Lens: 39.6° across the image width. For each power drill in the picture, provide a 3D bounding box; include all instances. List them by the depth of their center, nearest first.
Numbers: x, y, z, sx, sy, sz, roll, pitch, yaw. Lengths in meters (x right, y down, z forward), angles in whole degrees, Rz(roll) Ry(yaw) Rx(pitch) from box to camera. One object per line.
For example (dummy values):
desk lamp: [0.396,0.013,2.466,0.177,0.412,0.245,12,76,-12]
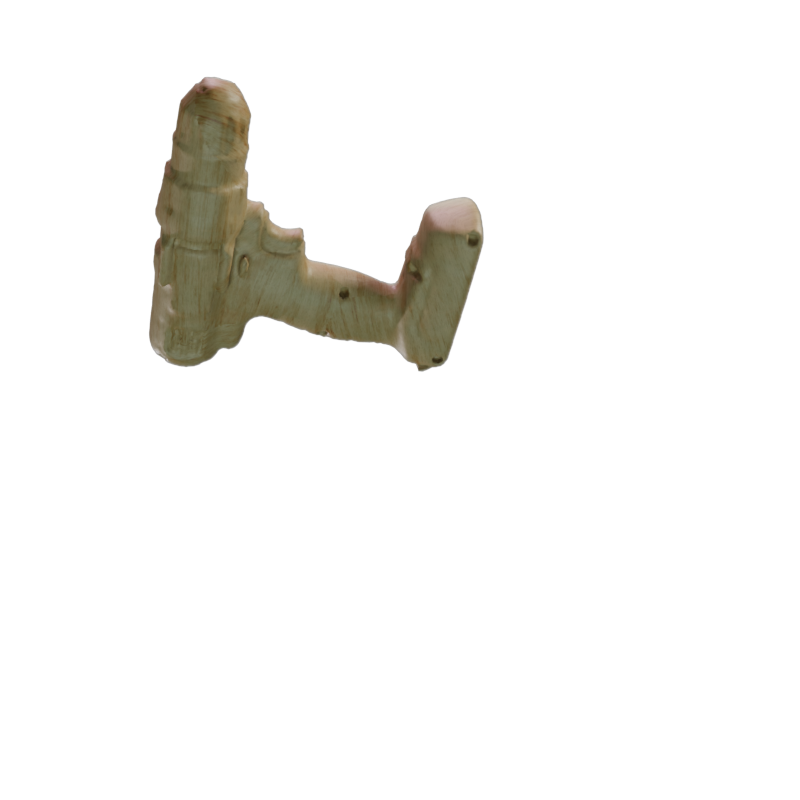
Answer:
power drill: [-0.051,-0.093,0.654,0.186,0.174,0.061,9,34,-7]
